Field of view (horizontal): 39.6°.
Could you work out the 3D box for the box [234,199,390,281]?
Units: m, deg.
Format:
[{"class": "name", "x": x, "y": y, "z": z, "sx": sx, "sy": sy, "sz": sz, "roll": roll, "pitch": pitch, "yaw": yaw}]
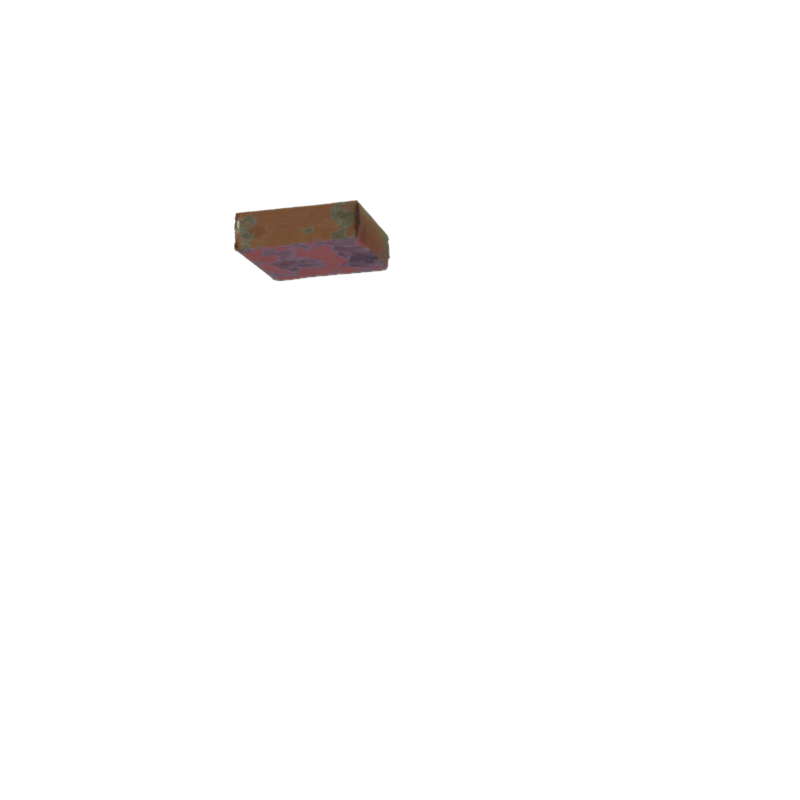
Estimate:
[{"class": "box", "x": -0.075, "y": -0.136, "z": 0.956, "sx": 0.115, "sy": 0.041, "sz": 0.085, "roll": -5, "pitch": -15, "yaw": 17}]
